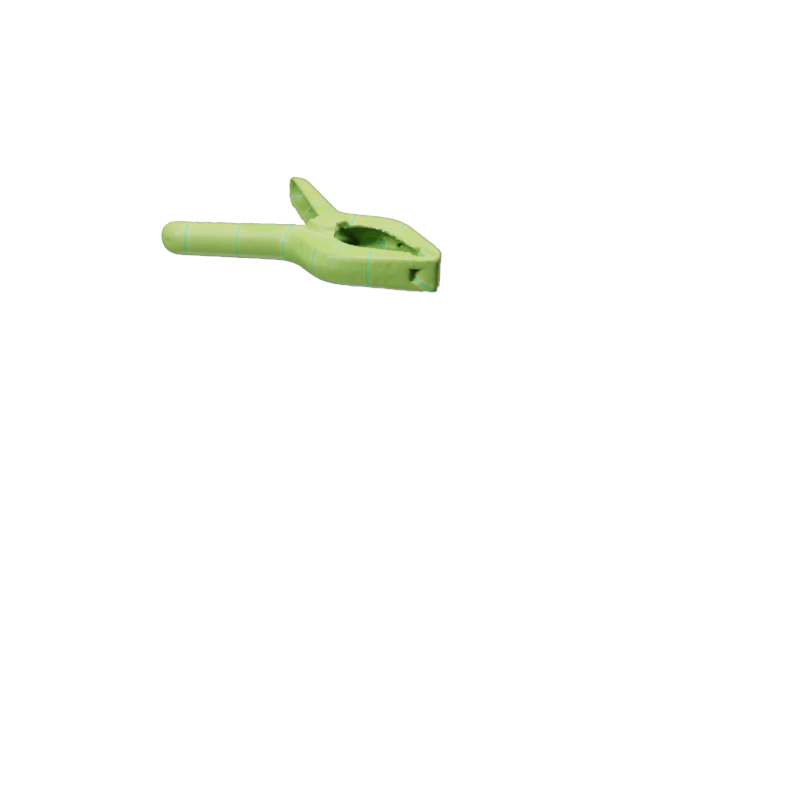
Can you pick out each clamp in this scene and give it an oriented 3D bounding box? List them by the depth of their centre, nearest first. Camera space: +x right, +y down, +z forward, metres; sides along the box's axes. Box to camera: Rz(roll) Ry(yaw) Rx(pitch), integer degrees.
[{"bbox_3d":[-0.066,-0.120,0.842,0.223,0.034,0.163,25,37,38],"label":"clamp"}]
